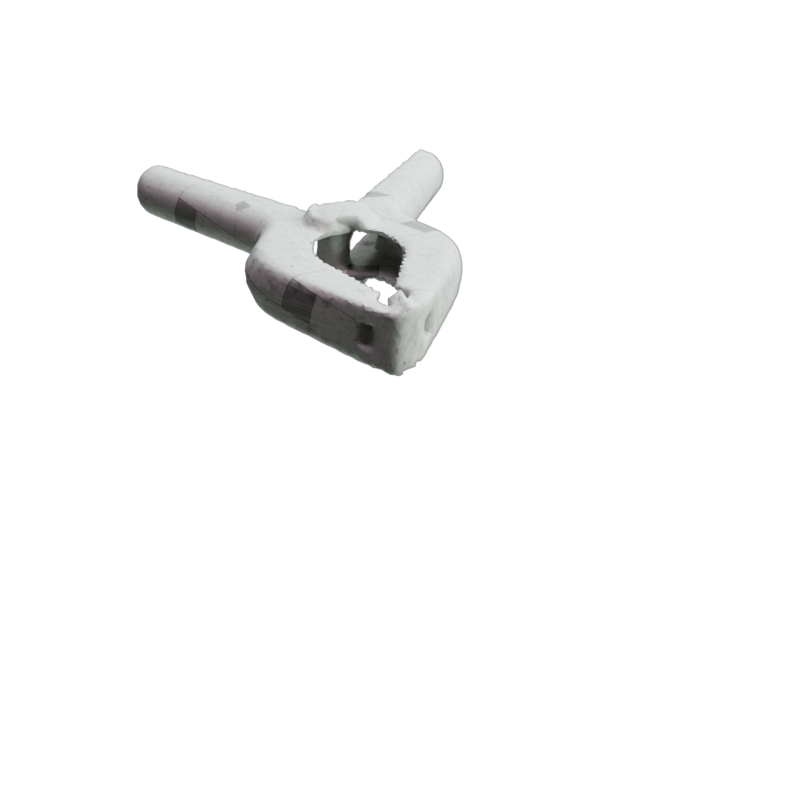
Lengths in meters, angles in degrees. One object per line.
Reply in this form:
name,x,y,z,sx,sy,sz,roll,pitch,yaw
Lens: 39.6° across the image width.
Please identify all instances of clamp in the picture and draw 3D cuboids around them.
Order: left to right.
clamp,-0.040,-0.073,0.512,0.163,0.034,0.224,-5,29,-8
